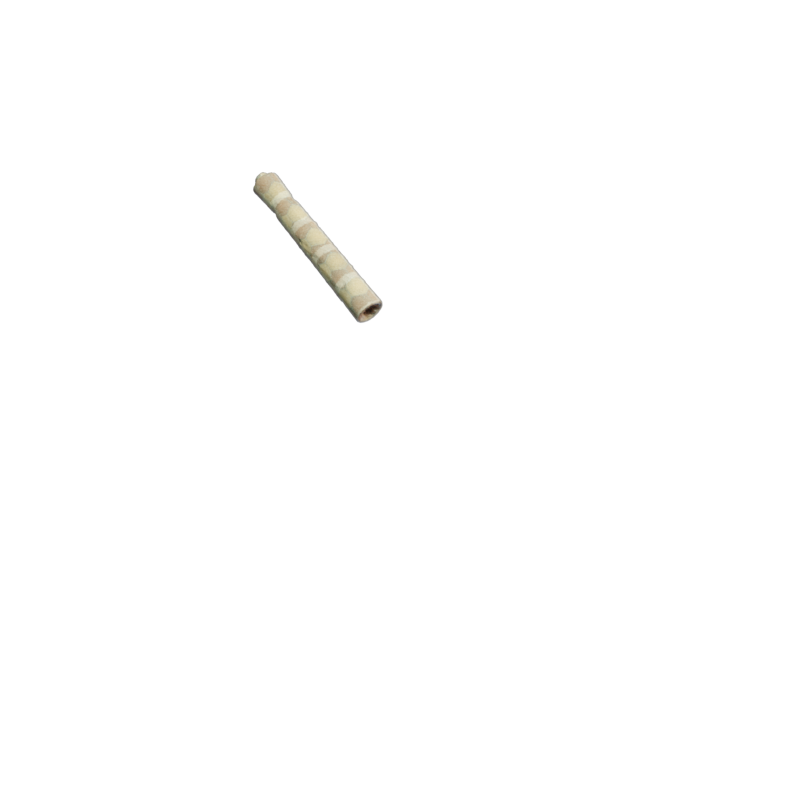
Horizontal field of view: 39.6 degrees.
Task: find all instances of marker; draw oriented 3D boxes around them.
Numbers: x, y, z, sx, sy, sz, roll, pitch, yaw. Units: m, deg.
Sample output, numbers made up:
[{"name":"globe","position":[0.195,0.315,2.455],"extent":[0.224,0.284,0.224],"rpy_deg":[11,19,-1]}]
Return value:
[{"name":"marker","position":[-0.053,-0.096,0.676],"extent":[0.019,0.019,0.129],"rpy_deg":[-2,47,-49]}]
